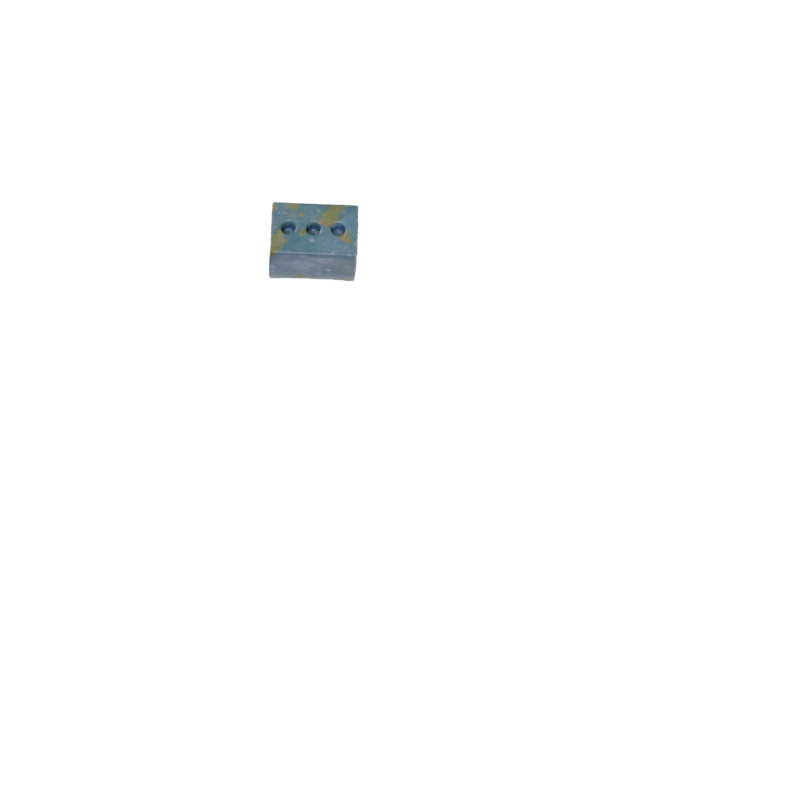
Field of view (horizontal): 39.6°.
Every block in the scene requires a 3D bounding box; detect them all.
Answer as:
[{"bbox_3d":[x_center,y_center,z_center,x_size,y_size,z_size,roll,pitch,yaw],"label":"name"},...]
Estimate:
[{"bbox_3d":[-0.077,-0.141,0.986,0.078,0.056,0.048,1,-24,-1],"label":"block"}]
